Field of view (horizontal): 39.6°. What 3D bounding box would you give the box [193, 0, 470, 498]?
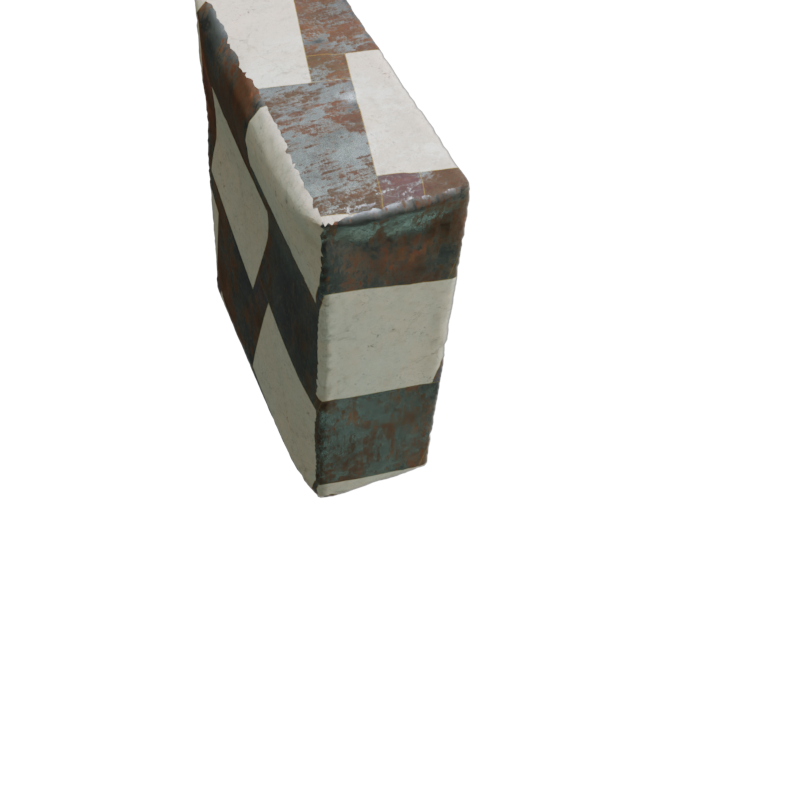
[{"bbox_3d":[-0.042,-0.077,0.542,0.071,0.177,0.199,-17,-34,-16],"label":"box"}]
